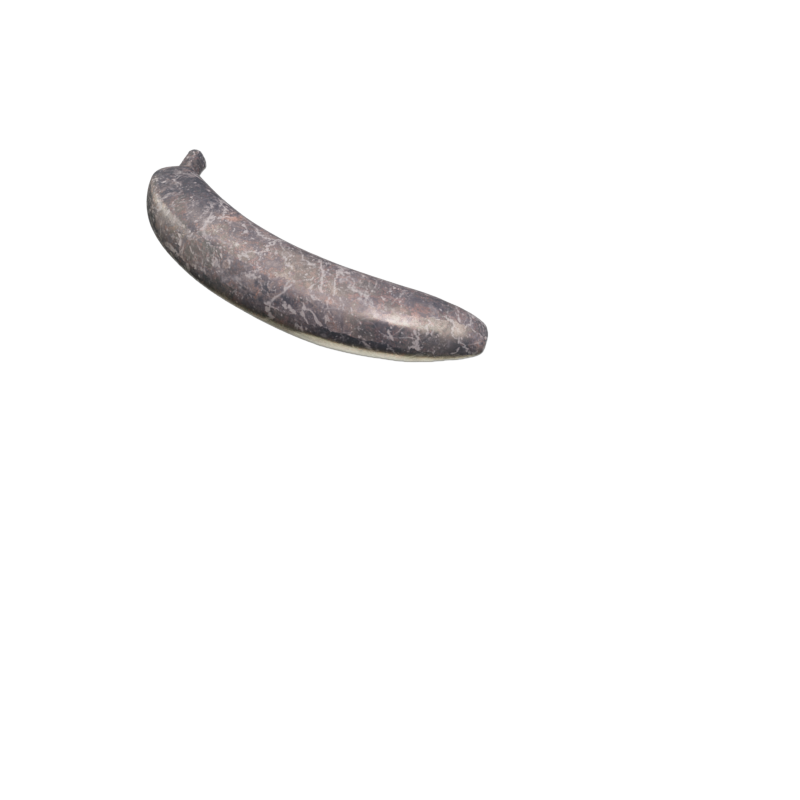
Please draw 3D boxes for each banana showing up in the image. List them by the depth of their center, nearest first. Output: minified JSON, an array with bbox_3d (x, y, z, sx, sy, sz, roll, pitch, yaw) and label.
[{"bbox_3d":[-0.055,-0.065,0.503,0.211,0.034,0.070,36,55,29],"label":"banana"}]
